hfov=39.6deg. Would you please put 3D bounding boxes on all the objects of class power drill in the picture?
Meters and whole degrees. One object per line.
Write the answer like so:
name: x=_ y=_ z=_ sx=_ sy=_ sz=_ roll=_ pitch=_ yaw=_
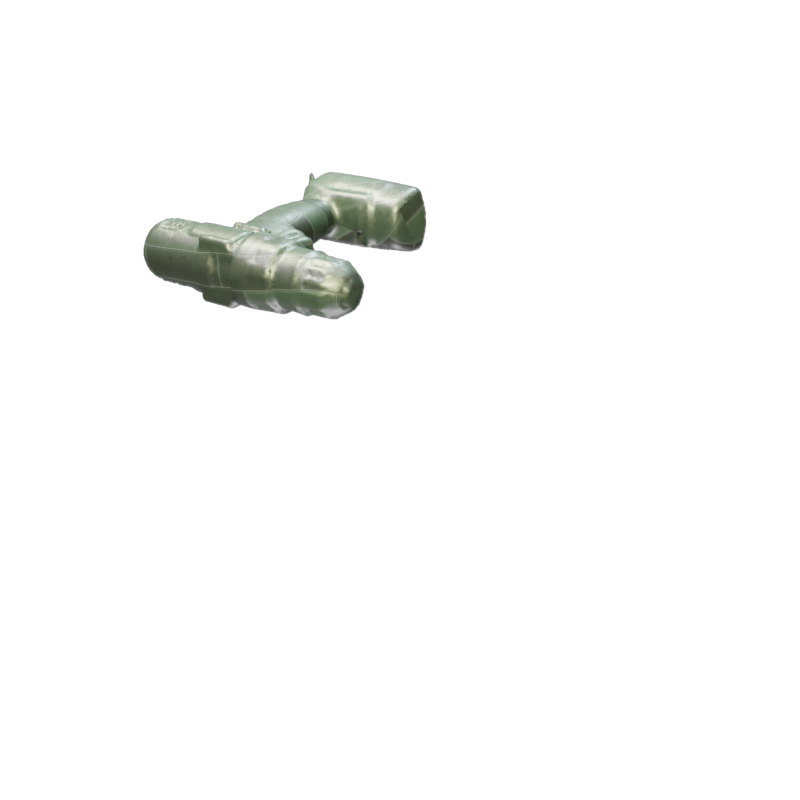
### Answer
power drill: x=-0.063 y=-0.114 z=0.802 sx=0.195 sy=0.055 sz=0.186 roll=17 pitch=29 yaw=34
